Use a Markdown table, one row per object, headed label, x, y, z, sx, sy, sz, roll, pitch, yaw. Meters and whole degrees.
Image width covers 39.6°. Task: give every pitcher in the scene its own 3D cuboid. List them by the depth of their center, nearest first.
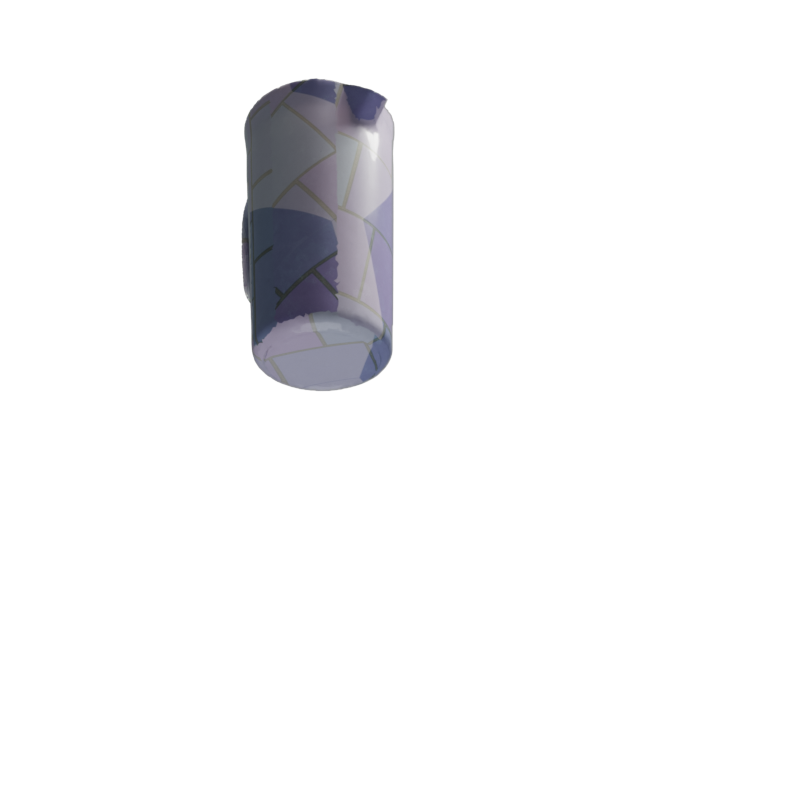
| label | x | y | z | sx | sy | sz | roll | pitch | yaw |
| --- | --- | --- | --- | --- | --- | --- | --- | --- | --- |
| pitcher | -0.072 | -0.131 | 0.917 | 0.145 | 0.260 | 0.139 | -4 | -34 | 3 |
